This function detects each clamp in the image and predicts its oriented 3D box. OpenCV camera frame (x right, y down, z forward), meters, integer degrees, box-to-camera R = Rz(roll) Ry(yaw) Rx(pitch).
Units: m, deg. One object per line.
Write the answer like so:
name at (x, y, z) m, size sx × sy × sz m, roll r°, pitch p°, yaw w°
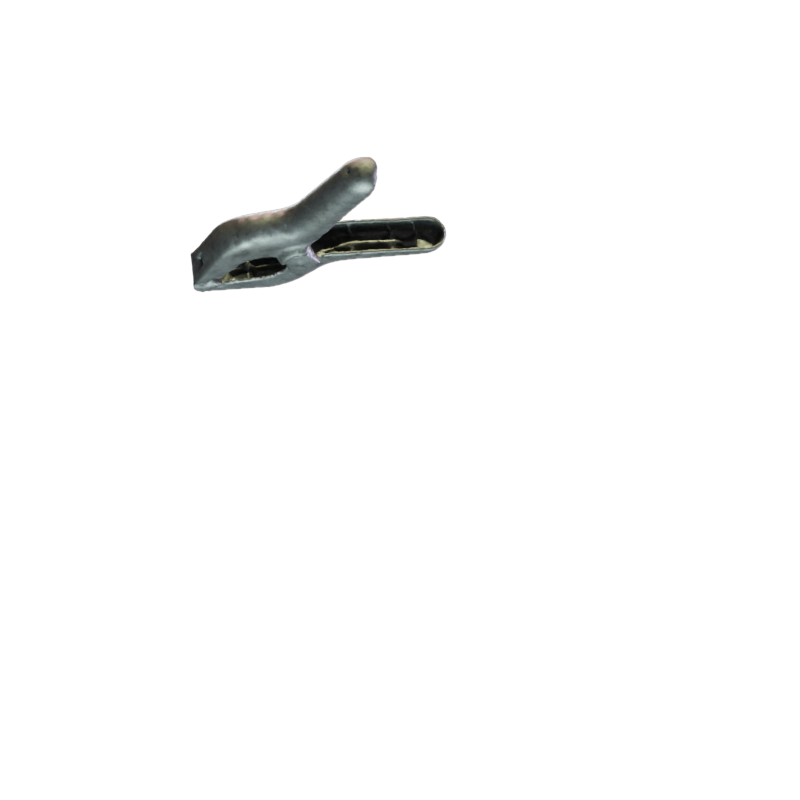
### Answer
clamp at (-0.058, -0.105, 0.734) m, size 0.174 × 0.041 × 0.112 m, roll -15°, pitch -27°, yaw 32°
